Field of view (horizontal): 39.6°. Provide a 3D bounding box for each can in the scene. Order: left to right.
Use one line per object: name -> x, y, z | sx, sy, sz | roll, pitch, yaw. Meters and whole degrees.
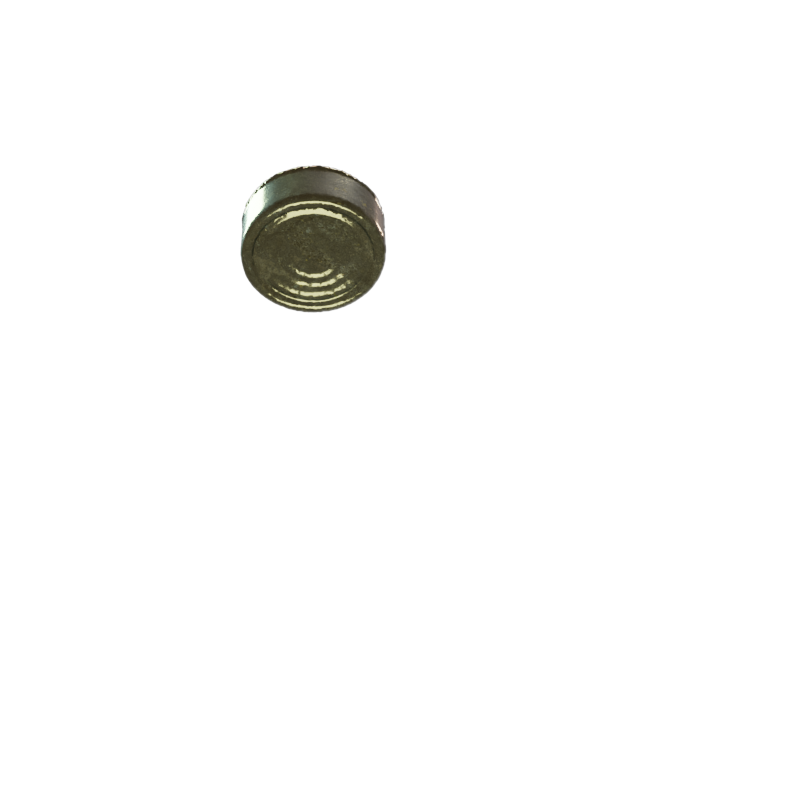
can -> -0.051, -0.093, 0.652 | 0.086, 0.080, 0.036 | 1, 40, -1
